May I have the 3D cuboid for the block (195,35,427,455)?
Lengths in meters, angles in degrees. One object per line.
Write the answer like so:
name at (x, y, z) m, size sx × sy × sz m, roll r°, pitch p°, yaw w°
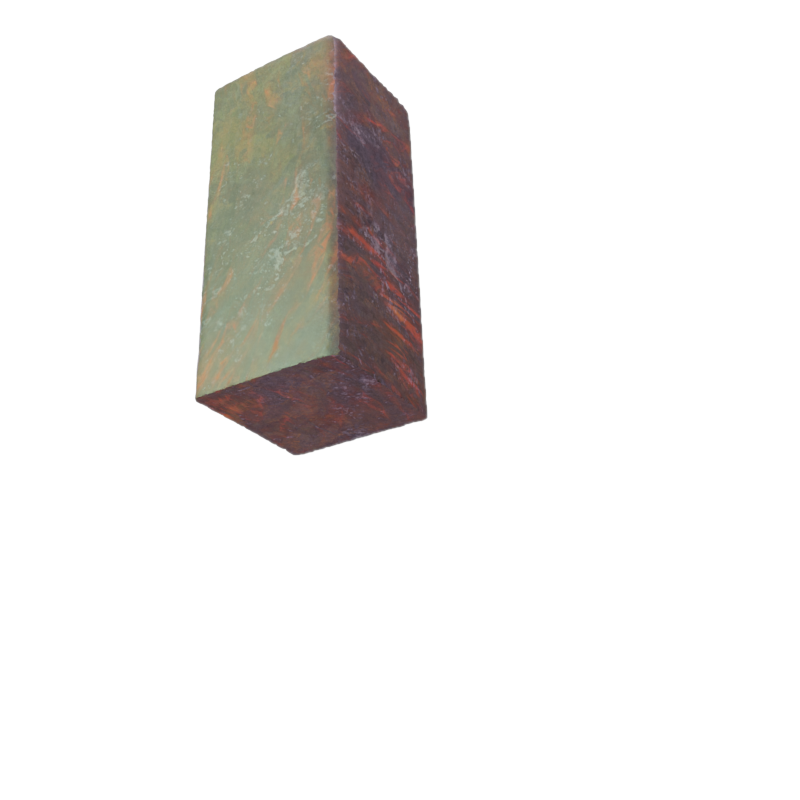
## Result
block at (-0.048, -0.089, 0.624) m, size 0.091 × 0.220 × 0.084 m, roll -20°, pitch -35°, yaw 27°
